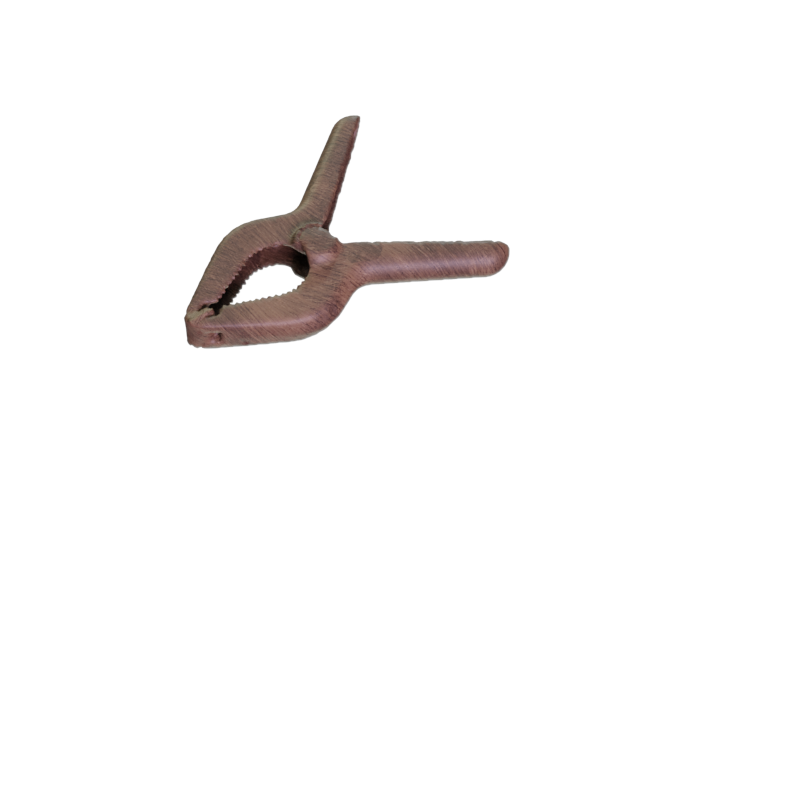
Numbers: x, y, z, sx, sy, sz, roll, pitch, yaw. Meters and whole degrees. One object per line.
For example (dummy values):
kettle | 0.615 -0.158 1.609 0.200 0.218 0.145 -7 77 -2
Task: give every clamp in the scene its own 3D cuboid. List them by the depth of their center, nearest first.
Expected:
clamp | -0.057 -0.105 0.732 0.209 0.177 0.034 -28 -32 -19
